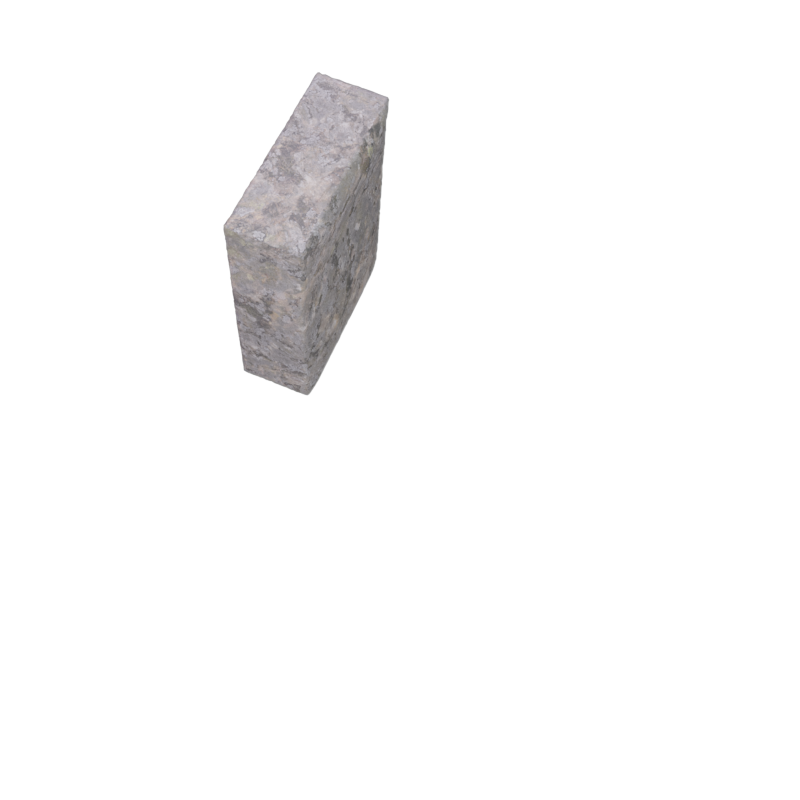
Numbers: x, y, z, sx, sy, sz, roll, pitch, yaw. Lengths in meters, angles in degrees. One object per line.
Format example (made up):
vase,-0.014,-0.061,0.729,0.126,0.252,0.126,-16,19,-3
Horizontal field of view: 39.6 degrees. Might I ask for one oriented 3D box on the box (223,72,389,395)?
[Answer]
box,-0.070,-0.127,0.893,0.073,0.171,0.201,20,-29,7
